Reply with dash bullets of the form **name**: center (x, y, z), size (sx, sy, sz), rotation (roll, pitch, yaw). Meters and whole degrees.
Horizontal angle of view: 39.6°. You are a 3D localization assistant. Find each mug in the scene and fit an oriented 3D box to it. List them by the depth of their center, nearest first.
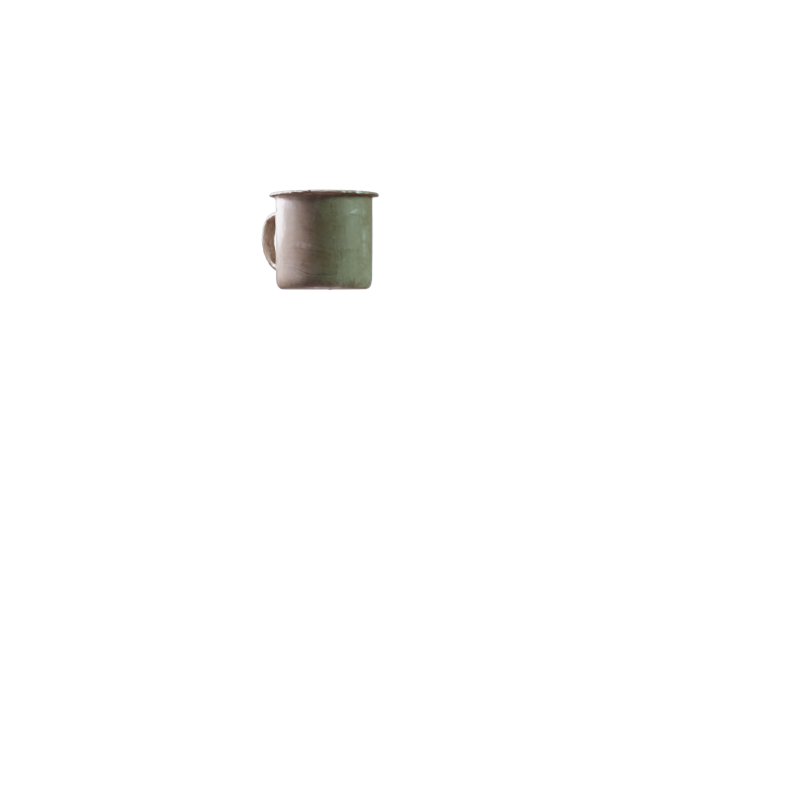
- **mug**: center (-0.074, -0.135, 0.946), size (0.122, 0.081, 0.090), rotation (3, 4, 38)
